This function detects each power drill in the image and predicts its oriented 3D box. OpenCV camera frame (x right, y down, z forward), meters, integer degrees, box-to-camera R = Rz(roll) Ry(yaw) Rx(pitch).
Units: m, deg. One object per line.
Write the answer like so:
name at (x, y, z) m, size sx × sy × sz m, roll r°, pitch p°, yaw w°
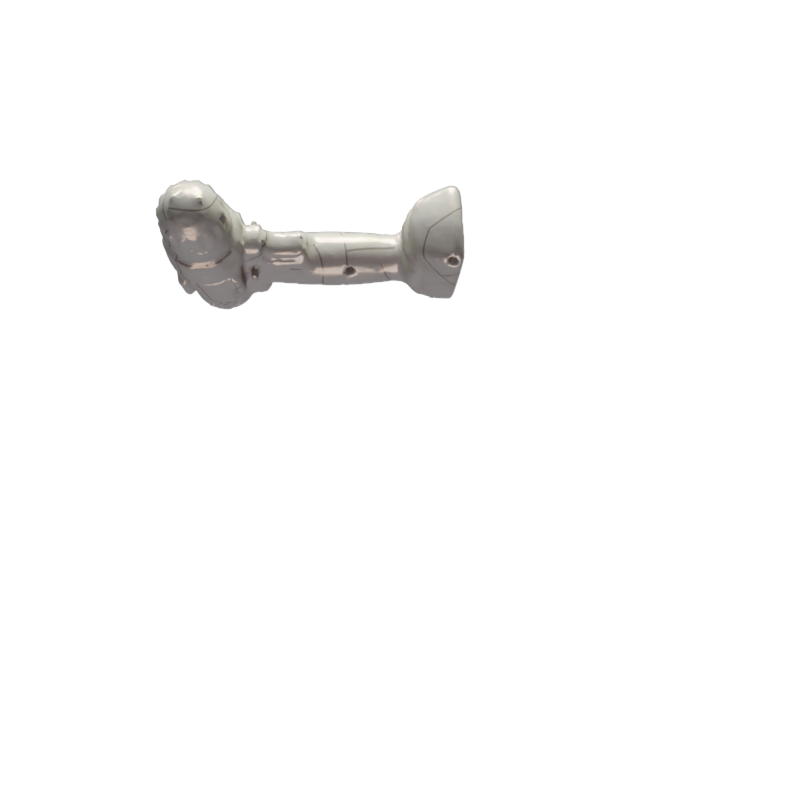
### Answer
power drill at (-0.056, -0.102, 0.712) m, size 0.188 × 0.059 × 0.179 m, roll 0°, pitch -7°, yaw 1°
